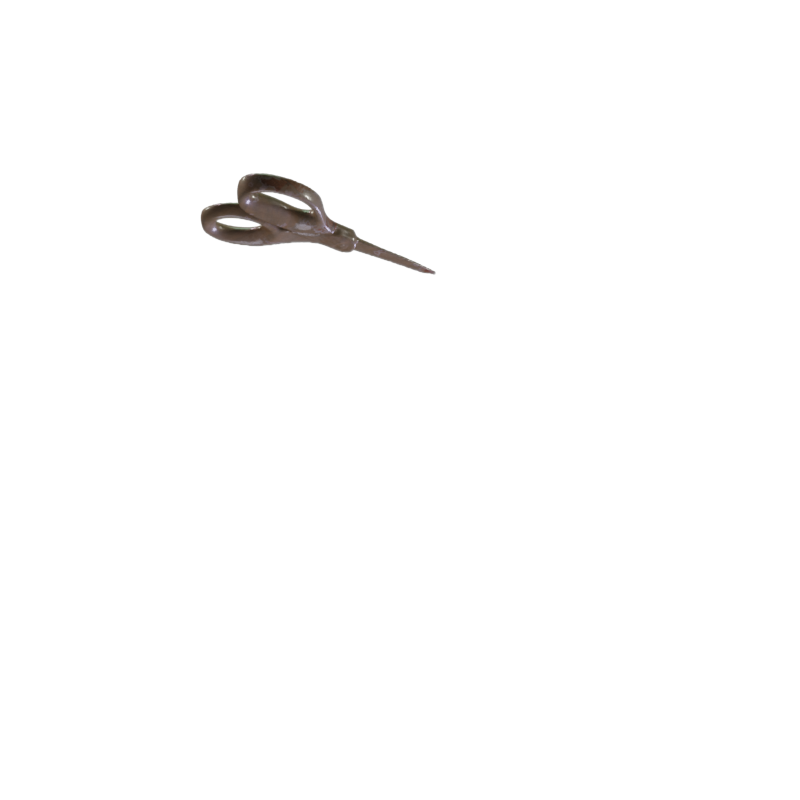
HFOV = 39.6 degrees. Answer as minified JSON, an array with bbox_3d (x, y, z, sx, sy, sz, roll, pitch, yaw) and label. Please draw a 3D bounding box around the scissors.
[{"bbox_3d":[-0.062,-0.114,0.796,0.098,0.016,0.189,-10,-20,29],"label":"scissors"}]
